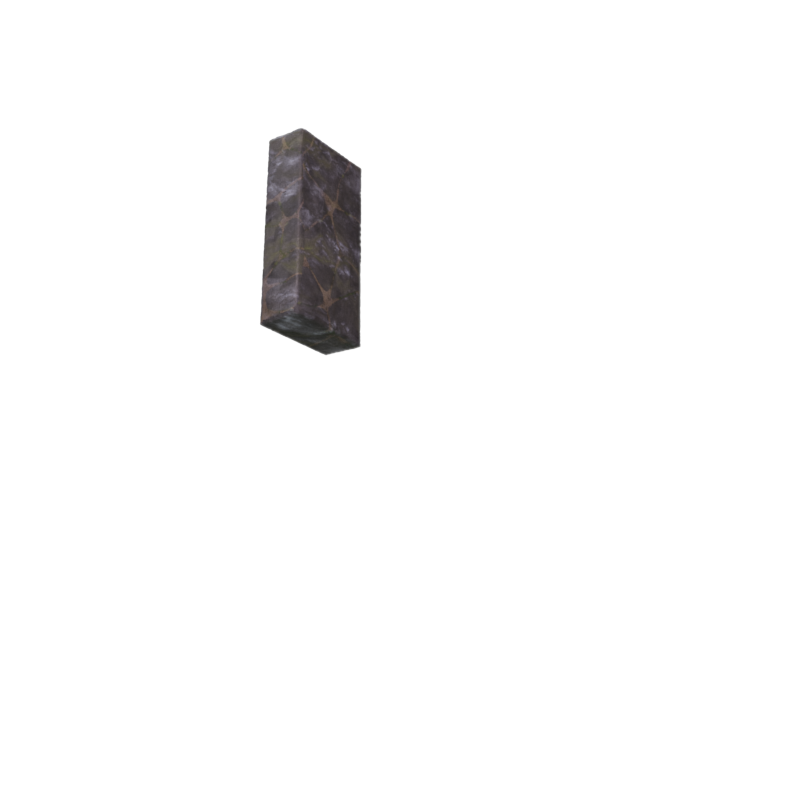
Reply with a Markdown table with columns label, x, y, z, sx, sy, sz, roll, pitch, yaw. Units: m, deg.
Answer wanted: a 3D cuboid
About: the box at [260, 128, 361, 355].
| label | x | y | z | sx | sy | sz | roll | pitch | yaw |
| --- | --- | --- | --- | --- | --- | --- | --- | --- | --- |
| box | -0.076 | -0.138 | 0.965 | 0.049 | 0.187 | 0.087 | -19 | -30 | 31 |
